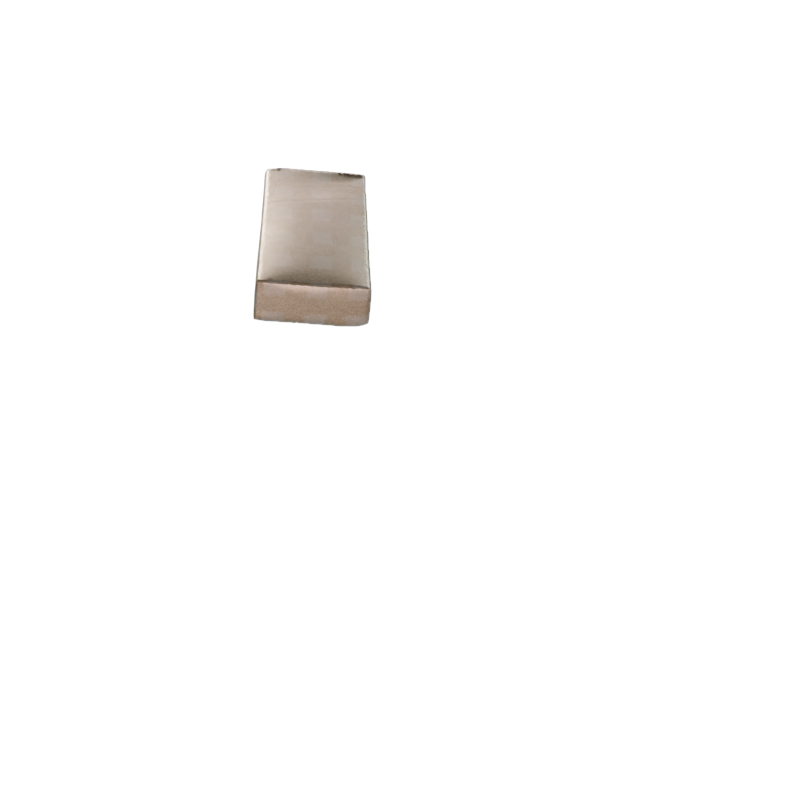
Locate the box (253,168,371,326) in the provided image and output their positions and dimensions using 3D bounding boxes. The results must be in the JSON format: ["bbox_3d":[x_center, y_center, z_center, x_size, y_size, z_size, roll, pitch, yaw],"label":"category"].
[{"bbox_3d":[-0.074,-0.135,0.941,0.093,0.045,0.189,2,41,-6],"label":"box"}]
